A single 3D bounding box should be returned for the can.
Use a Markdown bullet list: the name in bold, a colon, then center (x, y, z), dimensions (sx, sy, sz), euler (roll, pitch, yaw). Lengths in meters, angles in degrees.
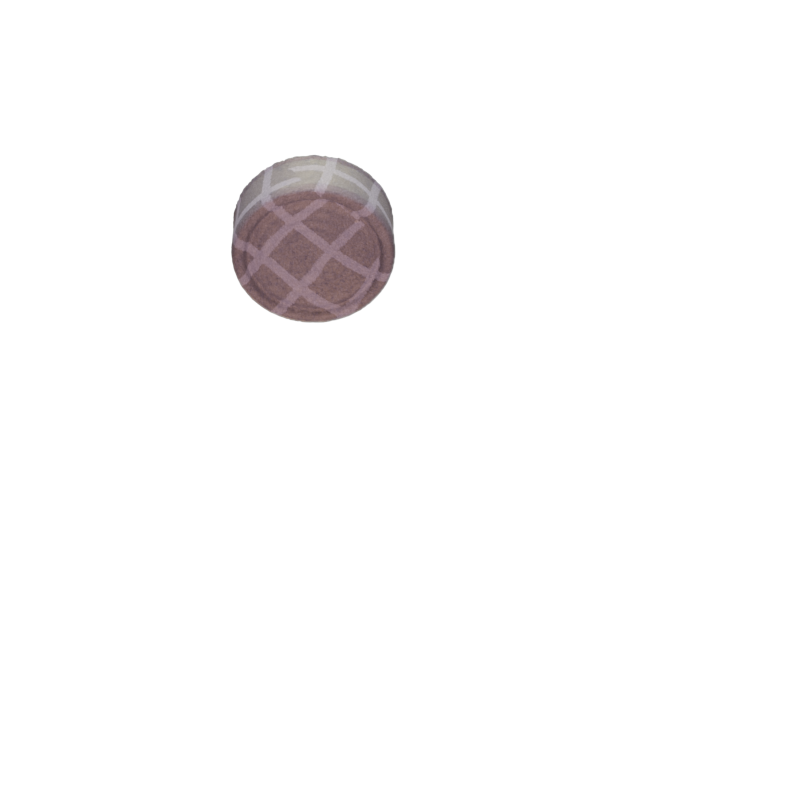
- **can**: center (-0.045, -0.083, 0.579), dimensions (0.086, 0.080, 0.036), euler (1, 36, -1)
